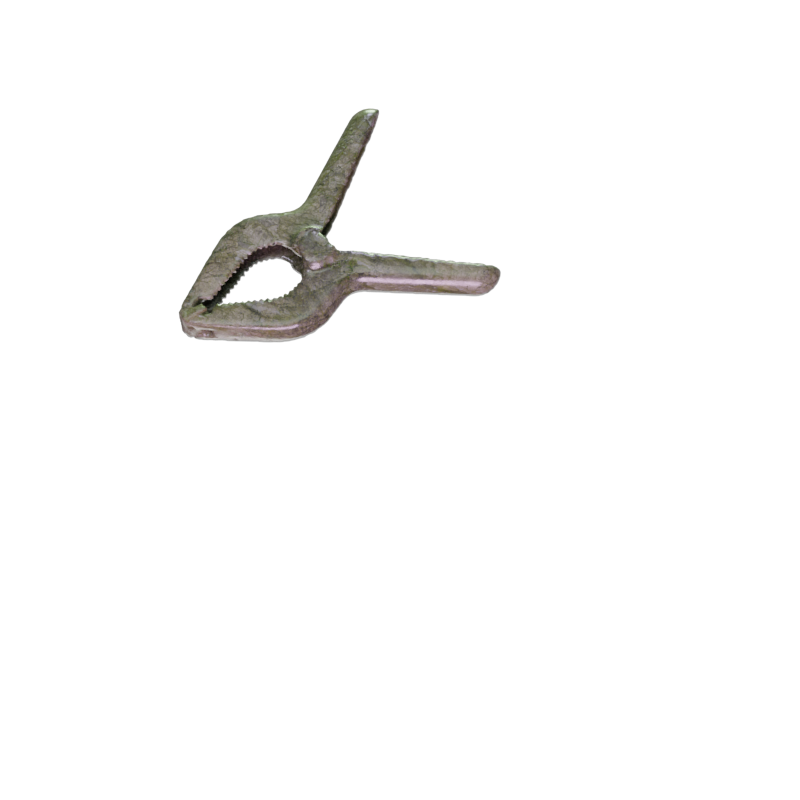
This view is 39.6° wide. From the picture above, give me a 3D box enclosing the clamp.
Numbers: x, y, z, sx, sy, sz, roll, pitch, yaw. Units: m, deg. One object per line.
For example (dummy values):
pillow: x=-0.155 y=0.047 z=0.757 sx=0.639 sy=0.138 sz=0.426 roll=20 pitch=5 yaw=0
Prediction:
clamp: x=-0.060 y=-0.109 z=0.760 sx=0.209 sy=0.175 sz=0.034 roll=-23 pitch=-25 yaw=-11
